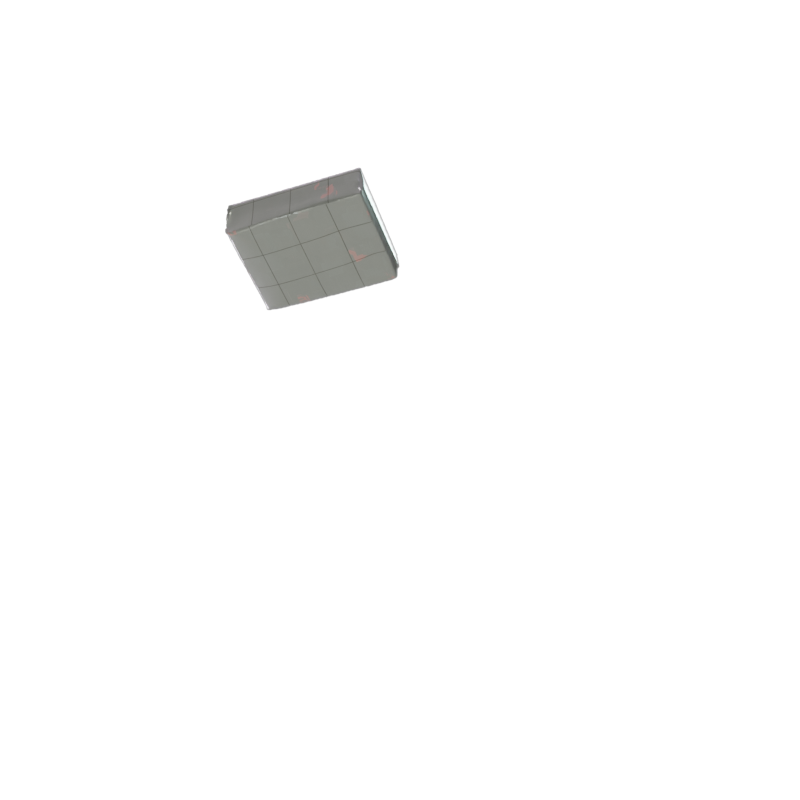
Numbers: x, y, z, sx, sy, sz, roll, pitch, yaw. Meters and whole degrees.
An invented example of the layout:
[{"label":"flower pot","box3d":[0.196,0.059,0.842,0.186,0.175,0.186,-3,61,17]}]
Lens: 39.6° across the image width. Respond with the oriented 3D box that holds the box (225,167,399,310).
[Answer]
[{"label":"box","box3d":[-0.068,-0.123,0.863,0.114,0.083,0.042,-15,40,12]}]
